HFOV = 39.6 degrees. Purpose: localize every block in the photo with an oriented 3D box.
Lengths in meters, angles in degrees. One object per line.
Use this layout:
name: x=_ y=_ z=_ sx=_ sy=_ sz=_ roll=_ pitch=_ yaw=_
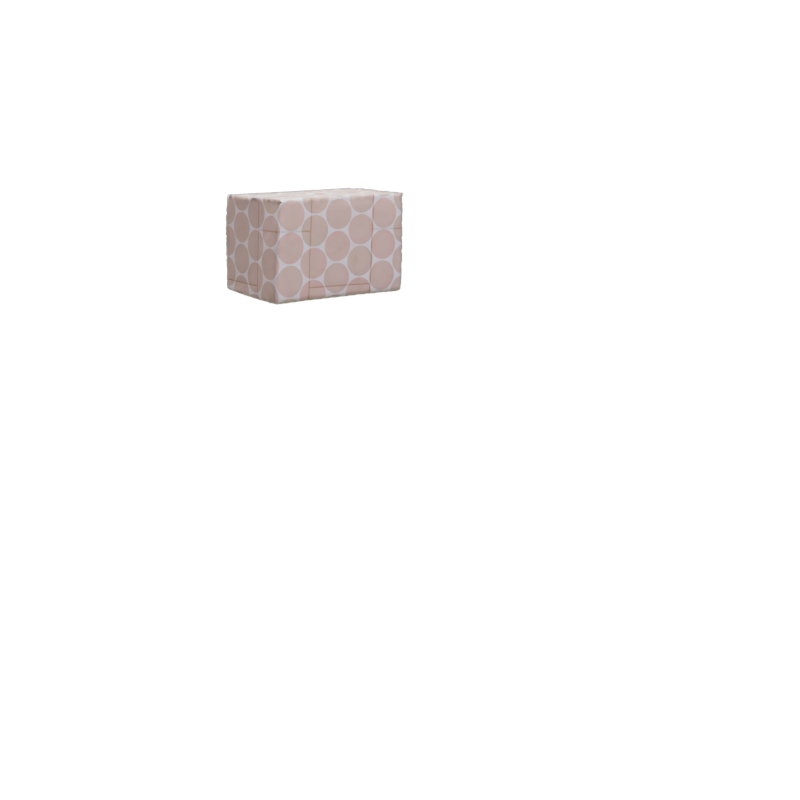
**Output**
block: x=-0.045 y=-0.081 z=0.570 sx=0.076 sy=0.050 sz=0.055 roll=-9 pitch=15 yaw=-36
